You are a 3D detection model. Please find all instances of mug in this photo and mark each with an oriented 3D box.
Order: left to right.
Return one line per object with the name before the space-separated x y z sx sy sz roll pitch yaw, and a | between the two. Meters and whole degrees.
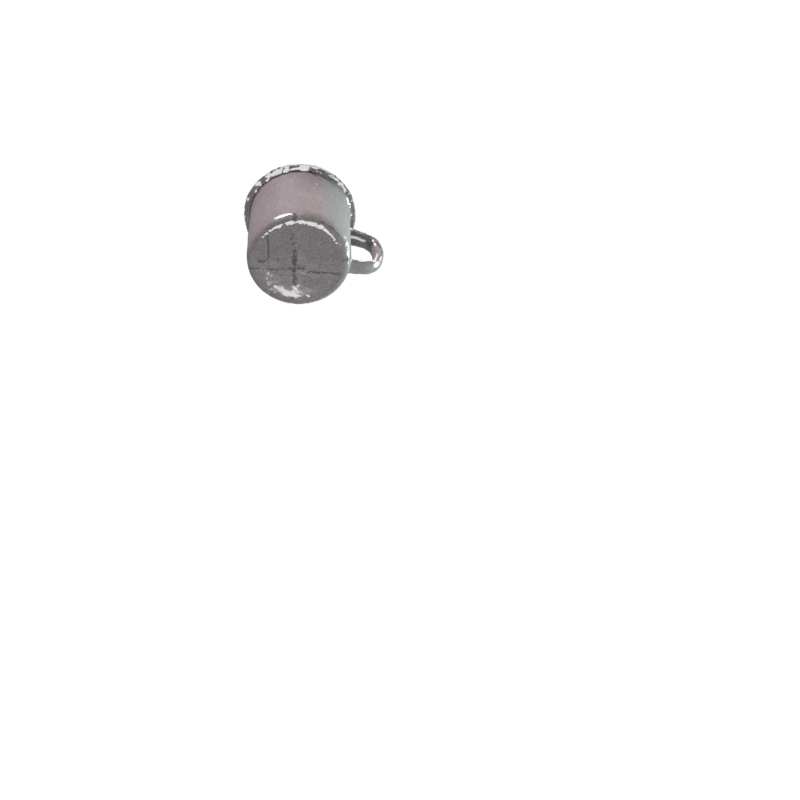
mug | -0.070 -0.127 0.890 0.115 0.089 0.087 17 31 -12
